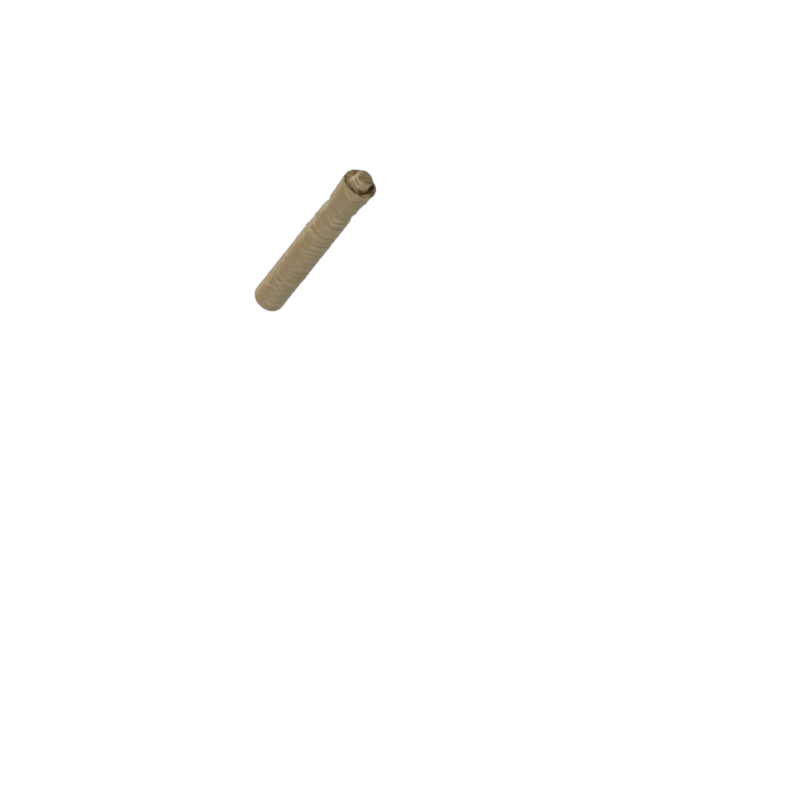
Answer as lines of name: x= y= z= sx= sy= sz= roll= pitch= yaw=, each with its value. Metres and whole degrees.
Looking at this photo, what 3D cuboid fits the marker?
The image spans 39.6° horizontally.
marker: x=-0.047 y=-0.086 z=0.603 sx=0.019 sy=0.021 sz=0.118 roll=-2 pitch=-26 yaw=-35
